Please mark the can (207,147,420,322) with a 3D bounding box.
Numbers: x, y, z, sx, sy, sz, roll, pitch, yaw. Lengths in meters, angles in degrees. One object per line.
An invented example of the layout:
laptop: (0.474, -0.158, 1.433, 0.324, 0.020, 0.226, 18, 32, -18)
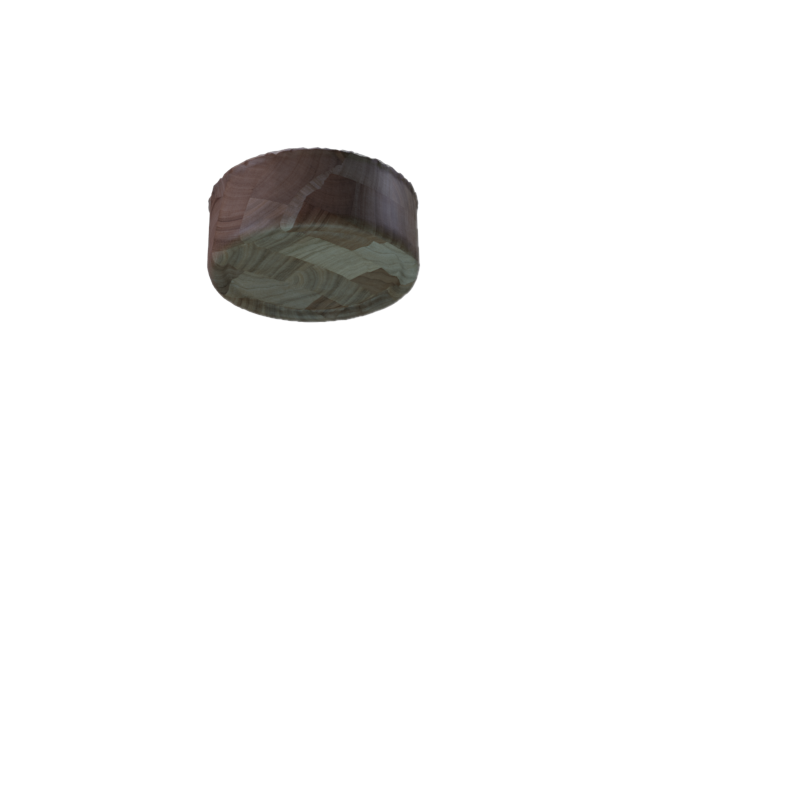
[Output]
can: (-0.035, -0.064, 0.446, 0.086, 0.036, 0.081, 1, -24, -2)
